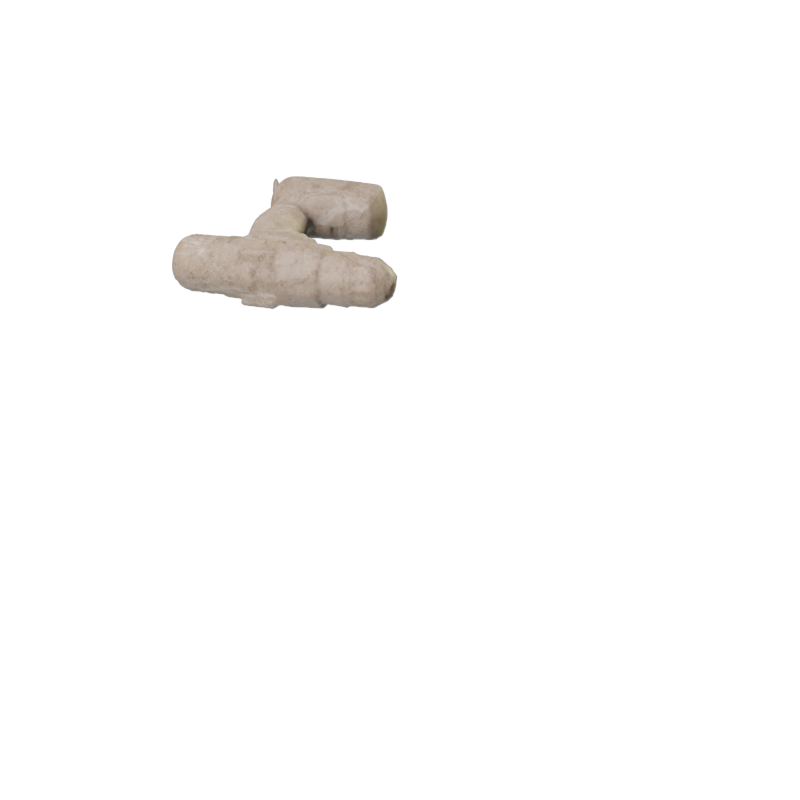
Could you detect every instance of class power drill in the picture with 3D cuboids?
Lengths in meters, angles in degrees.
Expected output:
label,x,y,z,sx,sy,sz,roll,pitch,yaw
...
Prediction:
label,x,y,z,sx,sy,sz,roll,pitch,yaw
power drill,-0.073,-0.132,0.926,0.190,0.054,0.192,9,28,17
